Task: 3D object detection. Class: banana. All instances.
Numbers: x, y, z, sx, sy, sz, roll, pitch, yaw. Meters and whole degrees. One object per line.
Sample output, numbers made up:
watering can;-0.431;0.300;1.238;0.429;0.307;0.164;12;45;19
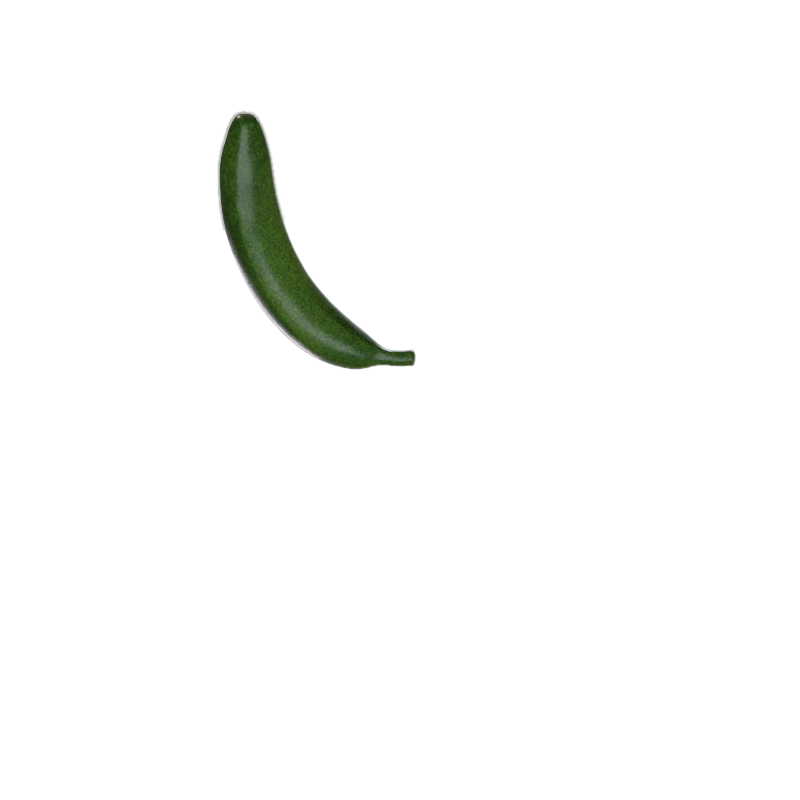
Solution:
banana;-0.069;-0.089;0.712;0.069;0.190;0.038;-32;16;10
